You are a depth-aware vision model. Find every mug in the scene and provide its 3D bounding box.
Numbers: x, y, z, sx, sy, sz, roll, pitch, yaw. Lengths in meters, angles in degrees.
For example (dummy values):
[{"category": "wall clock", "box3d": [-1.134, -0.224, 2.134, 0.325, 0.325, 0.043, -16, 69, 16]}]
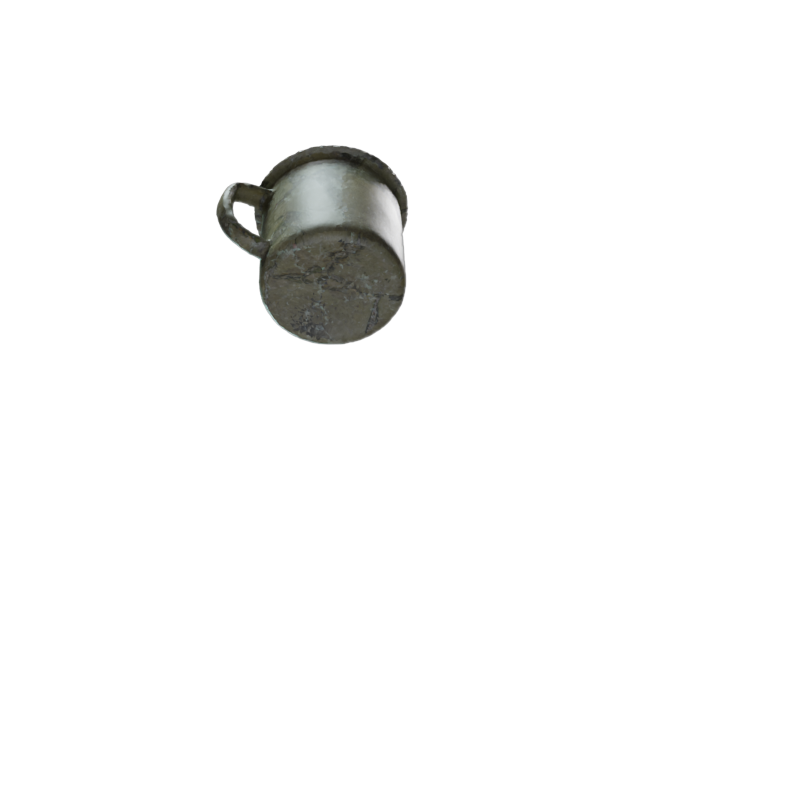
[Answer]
[{"category": "mug", "box3d": [-0.050, -0.090, 0.634, 0.113, 0.090, 0.087, 22, 34, -18]}]
